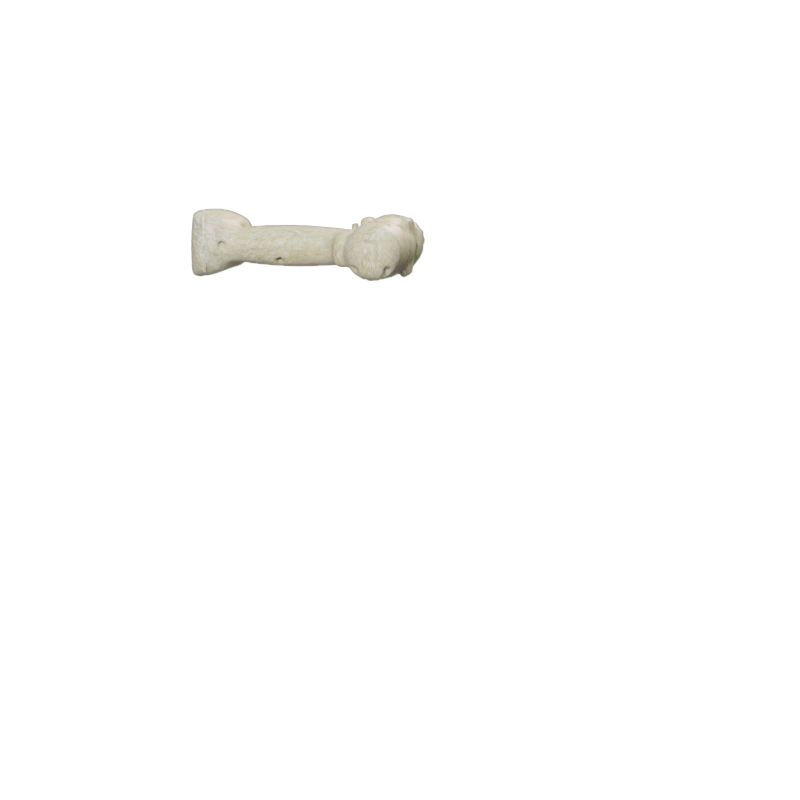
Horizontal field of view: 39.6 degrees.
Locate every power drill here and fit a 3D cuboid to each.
[{"bbox_3d":[-0.075,-0.138,0.964,0.191,0.057,0.184,2,9,11],"label":"power drill"}]
